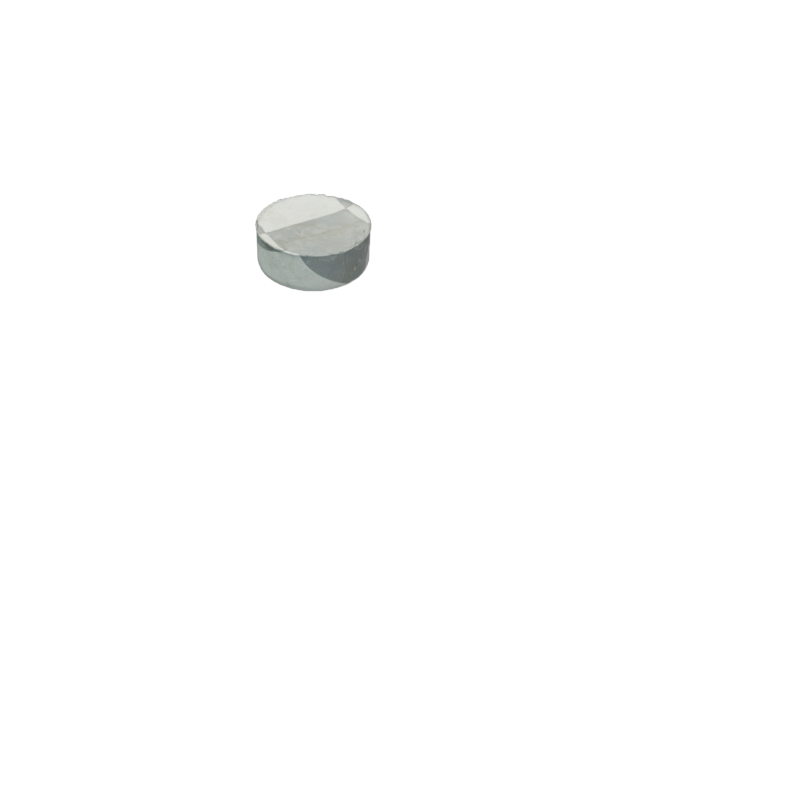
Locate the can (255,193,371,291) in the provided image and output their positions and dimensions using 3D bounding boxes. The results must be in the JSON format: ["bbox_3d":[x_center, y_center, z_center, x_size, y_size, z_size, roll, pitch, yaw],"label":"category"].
[{"bbox_3d":[-0.065,-0.118,0.826,0.086,0.031,0.092,-1,38,-2],"label":"can"}]
